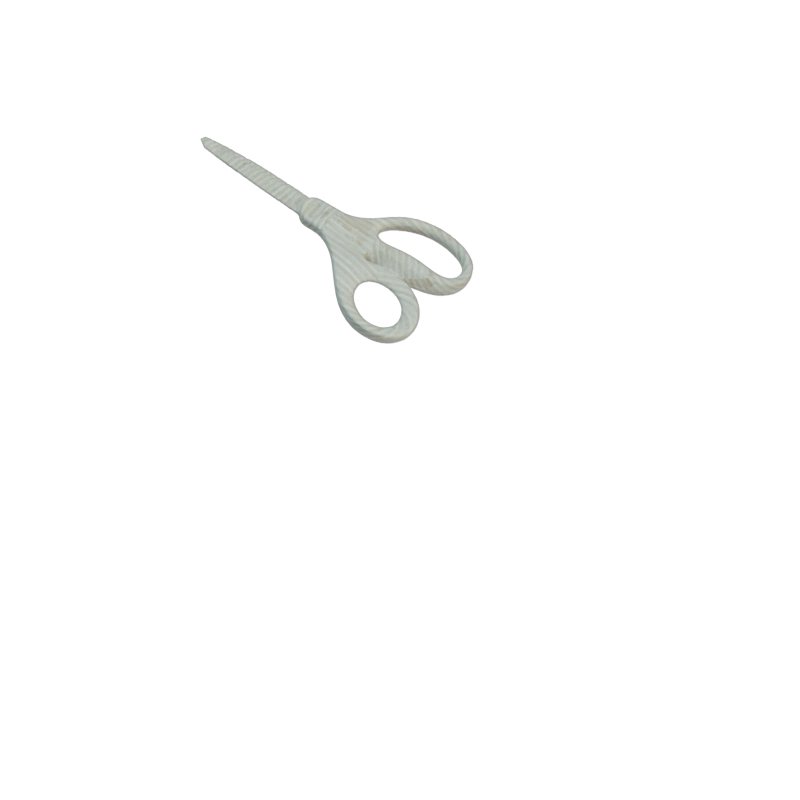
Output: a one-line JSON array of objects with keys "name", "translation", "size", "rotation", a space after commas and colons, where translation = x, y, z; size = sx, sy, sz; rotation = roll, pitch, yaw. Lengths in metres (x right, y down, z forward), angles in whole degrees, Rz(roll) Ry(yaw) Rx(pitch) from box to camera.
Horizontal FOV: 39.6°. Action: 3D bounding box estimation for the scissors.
[{"name": "scissors", "translation": [-0.055, -0.101, 0.706], "size": [0.206, 0.100, 0.015], "rotation": [20, -27, 11]}]
